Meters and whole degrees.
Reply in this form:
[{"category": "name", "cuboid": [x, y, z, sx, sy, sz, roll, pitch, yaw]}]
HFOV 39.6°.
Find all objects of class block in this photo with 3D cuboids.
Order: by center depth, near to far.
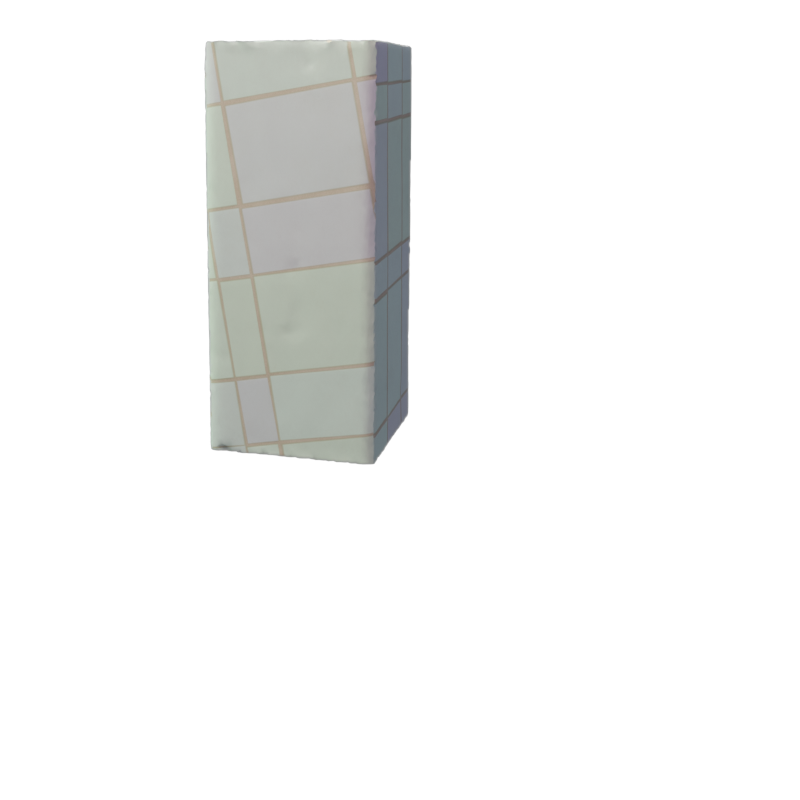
[{"category": "block", "cuboid": [-0.046, -0.083, 0.584, 0.092, 0.202, 0.091, 3, 10, 13]}]
